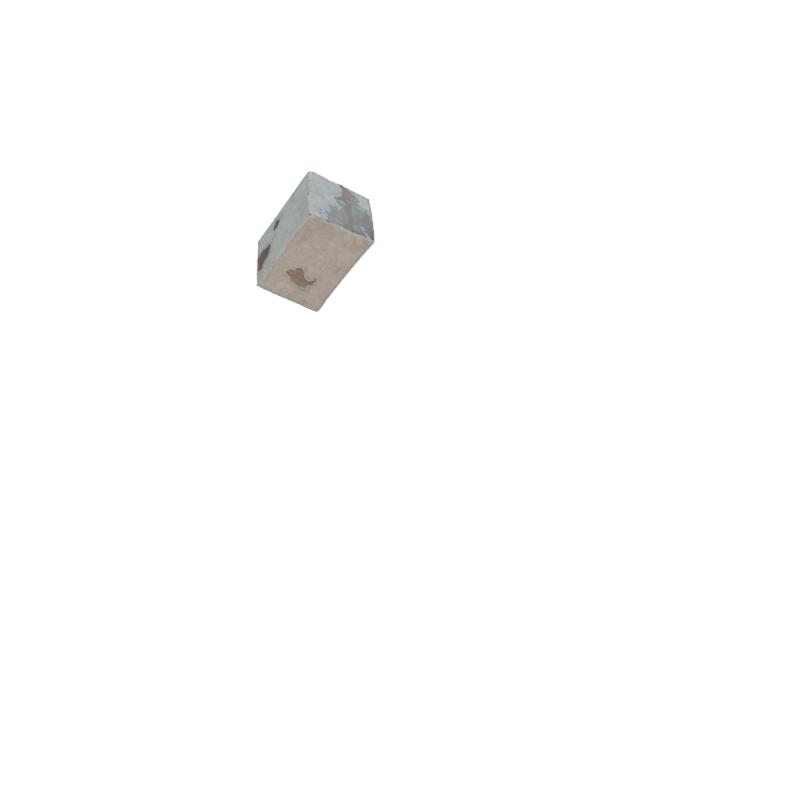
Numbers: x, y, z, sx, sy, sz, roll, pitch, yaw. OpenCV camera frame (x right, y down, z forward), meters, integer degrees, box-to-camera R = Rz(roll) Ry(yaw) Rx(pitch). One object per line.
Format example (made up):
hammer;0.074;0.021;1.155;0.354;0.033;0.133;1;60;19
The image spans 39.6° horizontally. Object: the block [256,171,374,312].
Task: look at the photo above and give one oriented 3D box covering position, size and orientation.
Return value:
block;-0.061;-0.112;0.783;0.050;0.055;0.076;25;-52;-24
